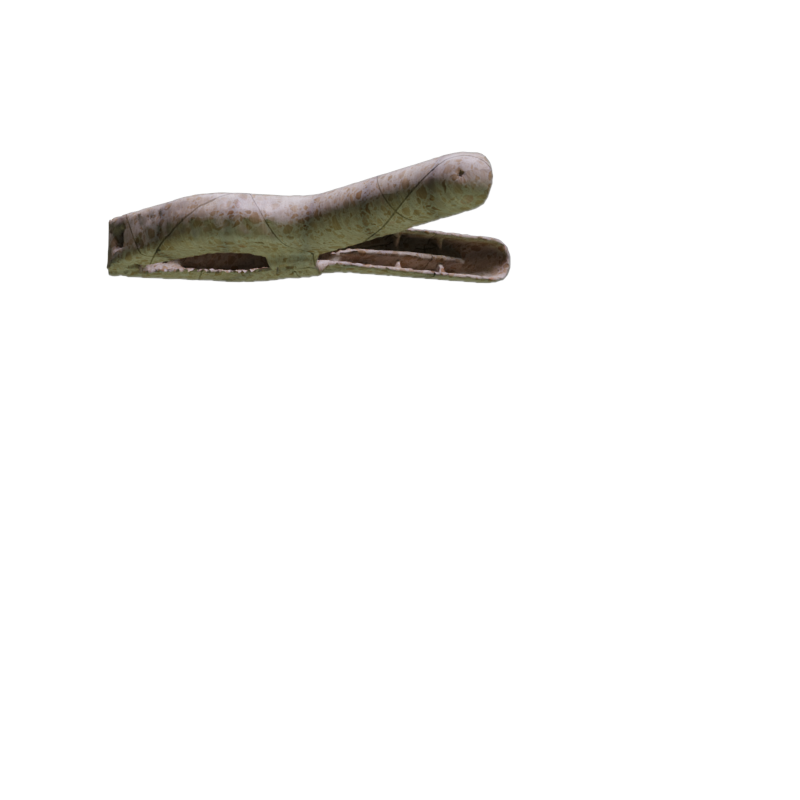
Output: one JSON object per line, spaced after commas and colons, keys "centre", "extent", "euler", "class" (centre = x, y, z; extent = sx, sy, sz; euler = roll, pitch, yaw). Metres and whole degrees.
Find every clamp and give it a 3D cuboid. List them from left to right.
{"centre": [-0.044, -0.080, 0.562], "extent": [0.214, 0.037, 0.157], "euler": [-3, -9, 17], "class": "clamp"}
